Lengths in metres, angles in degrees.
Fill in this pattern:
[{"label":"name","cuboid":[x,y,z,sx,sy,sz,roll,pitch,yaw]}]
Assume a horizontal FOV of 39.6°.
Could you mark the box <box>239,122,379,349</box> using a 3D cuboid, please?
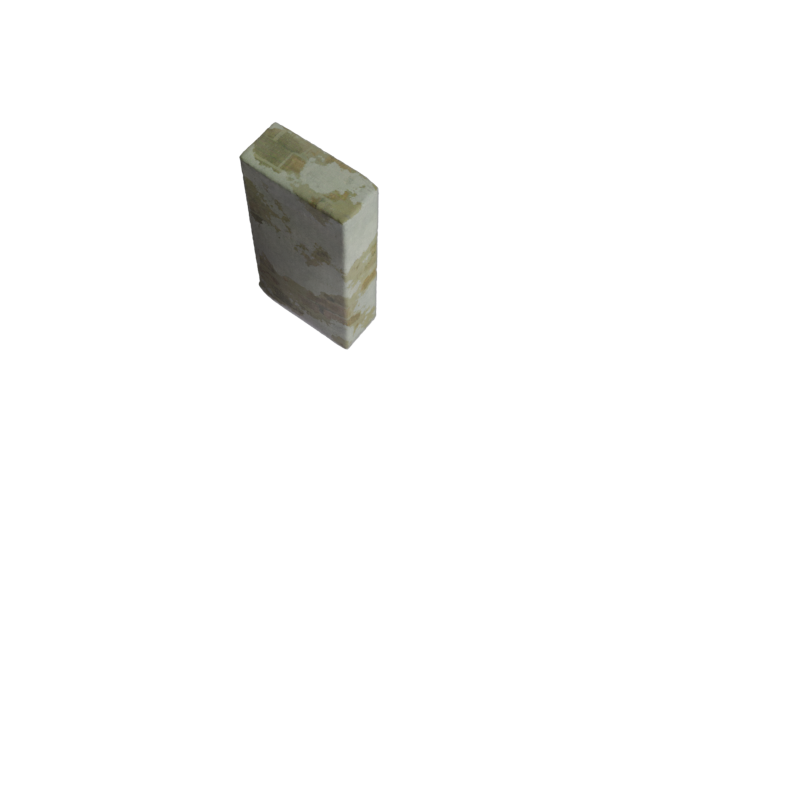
[{"label":"box","cuboid":[-0.062,-0.115,0.802,0.097,0.049,0.166,36,-25,16]}]
